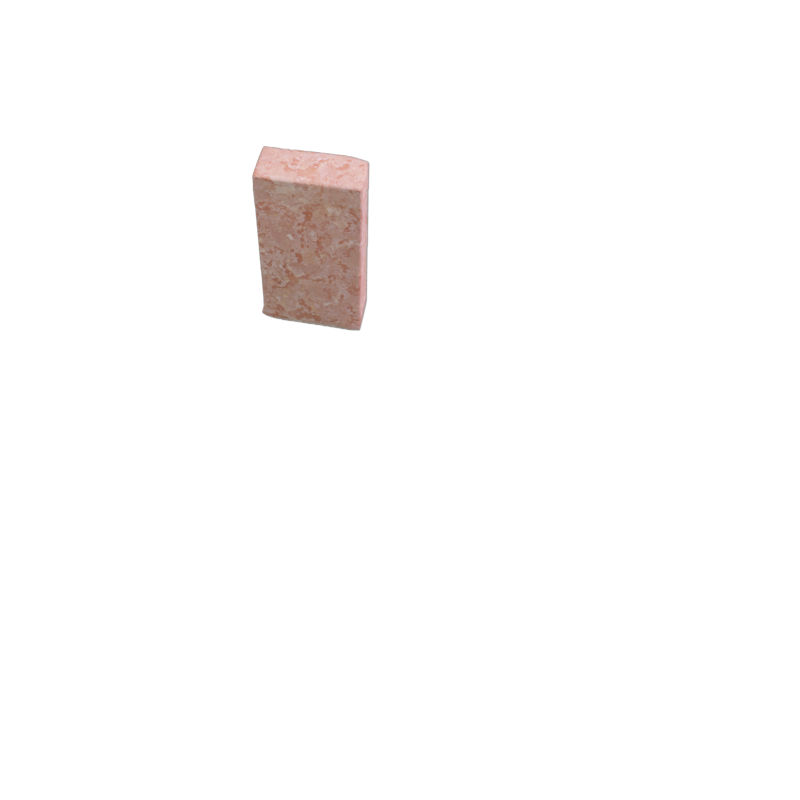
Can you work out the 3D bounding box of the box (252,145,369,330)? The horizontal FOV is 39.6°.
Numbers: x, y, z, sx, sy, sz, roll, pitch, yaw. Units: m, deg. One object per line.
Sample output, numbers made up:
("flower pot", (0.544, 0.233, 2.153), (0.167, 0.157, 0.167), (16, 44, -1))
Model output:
("box", (-0.075, -0.137, 0.958), (0.094, 0.051, 0.164), (10, -42, 6))
